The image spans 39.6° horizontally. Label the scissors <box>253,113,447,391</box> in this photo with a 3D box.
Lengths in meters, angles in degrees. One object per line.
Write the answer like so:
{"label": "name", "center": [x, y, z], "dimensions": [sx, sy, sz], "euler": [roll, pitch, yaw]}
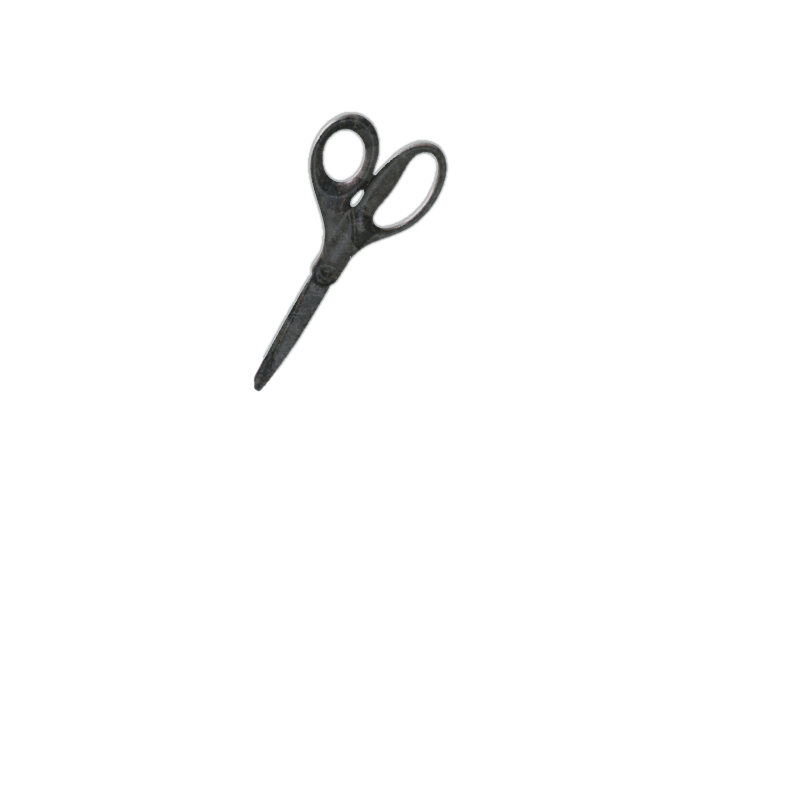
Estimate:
{"label": "scissors", "center": [-0.057, -0.103, 0.724], "dimensions": [0.200, 0.094, 0.016], "euler": [-43, 11, 10]}
